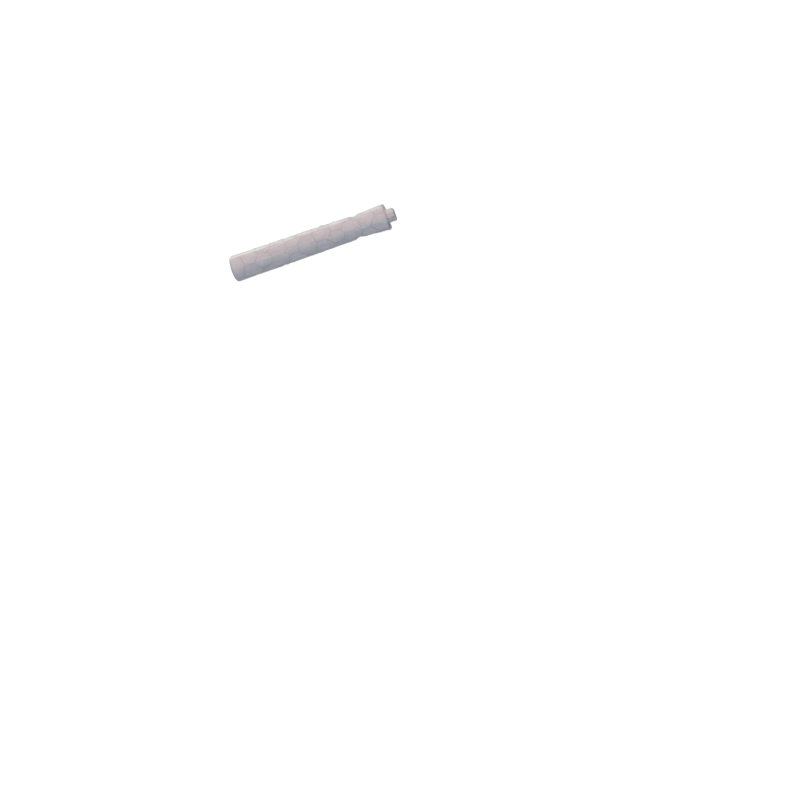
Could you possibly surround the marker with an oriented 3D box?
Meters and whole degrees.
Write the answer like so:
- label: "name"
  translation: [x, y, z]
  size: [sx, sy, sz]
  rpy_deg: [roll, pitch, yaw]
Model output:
- label: "marker"
  translation: [-0.061, -0.111, 0.774]
  size: [0.121, 0.020, 0.020]
  rpy_deg: [-18, 1, 11]
